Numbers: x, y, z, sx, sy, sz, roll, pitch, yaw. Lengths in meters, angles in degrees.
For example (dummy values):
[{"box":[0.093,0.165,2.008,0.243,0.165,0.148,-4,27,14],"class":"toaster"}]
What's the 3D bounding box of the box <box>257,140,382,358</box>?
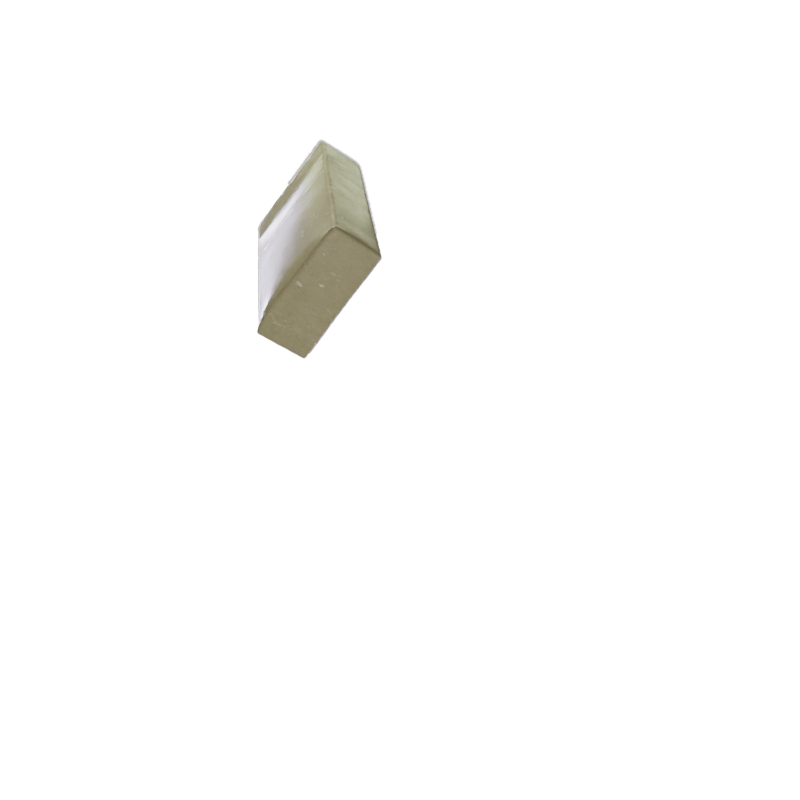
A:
[{"box":[-0.062,-0.114,0.798,0.046,0.091,0.187,32,22,-20],"class":"box"}]
